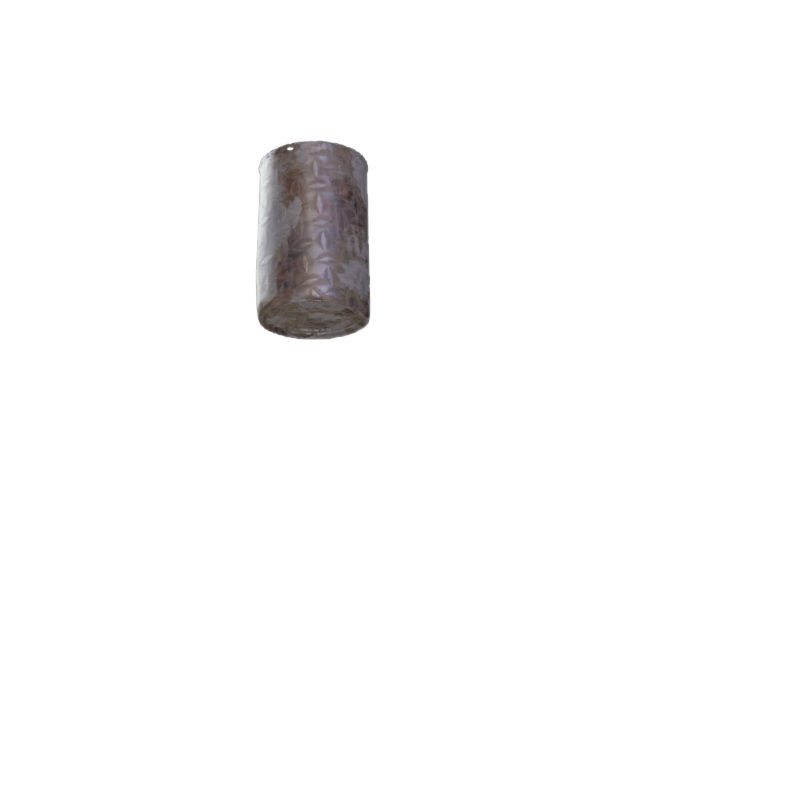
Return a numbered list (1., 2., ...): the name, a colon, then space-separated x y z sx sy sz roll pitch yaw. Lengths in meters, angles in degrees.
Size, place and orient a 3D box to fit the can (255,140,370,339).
1. can: -0.052 -0.095 0.665 0.068 0.108 0.065 0 -22 -2
